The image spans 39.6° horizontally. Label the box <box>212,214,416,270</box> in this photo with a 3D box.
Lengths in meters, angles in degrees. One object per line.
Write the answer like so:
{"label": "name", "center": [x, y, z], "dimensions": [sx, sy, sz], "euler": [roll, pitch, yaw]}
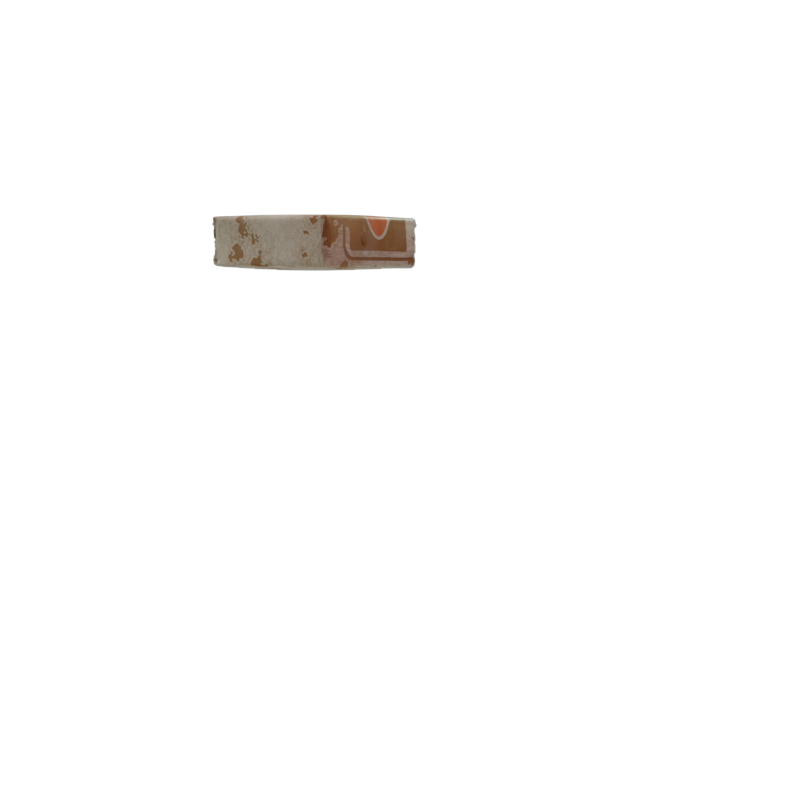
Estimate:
{"label": "box", "center": [-0.059, -0.108, 0.759], "dimensions": [0.118, 0.039, 0.086], "euler": [4, 6, 42]}
